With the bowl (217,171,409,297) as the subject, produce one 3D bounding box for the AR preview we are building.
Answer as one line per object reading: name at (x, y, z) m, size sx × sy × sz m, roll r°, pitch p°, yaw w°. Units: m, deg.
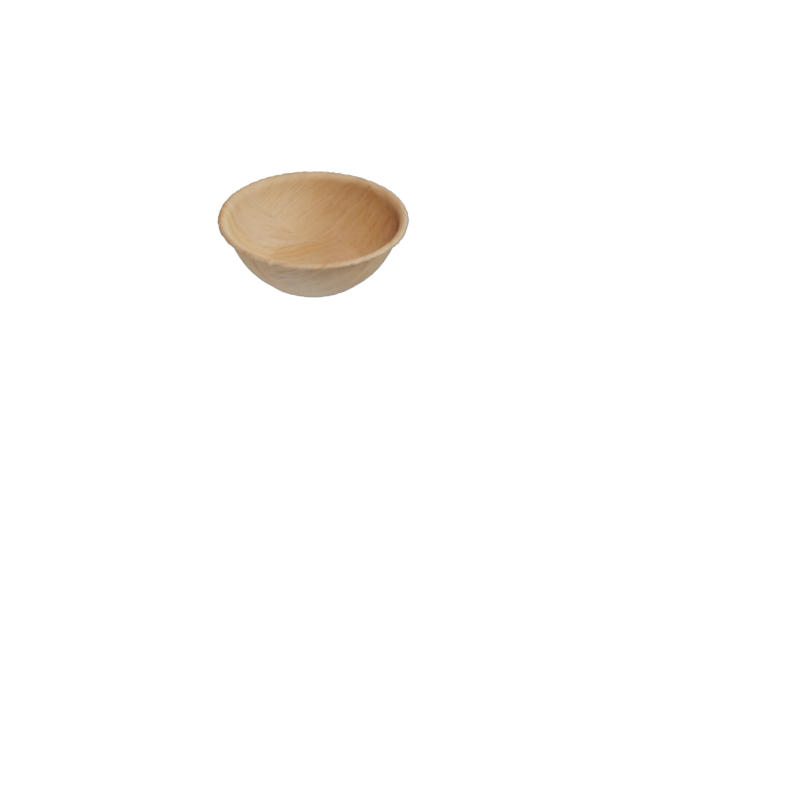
bowl at (-0.074, -0.136, 0.951) m, size 0.162 × 0.051 × 0.173 m, roll -1°, pitch 37°, yaw -2°
